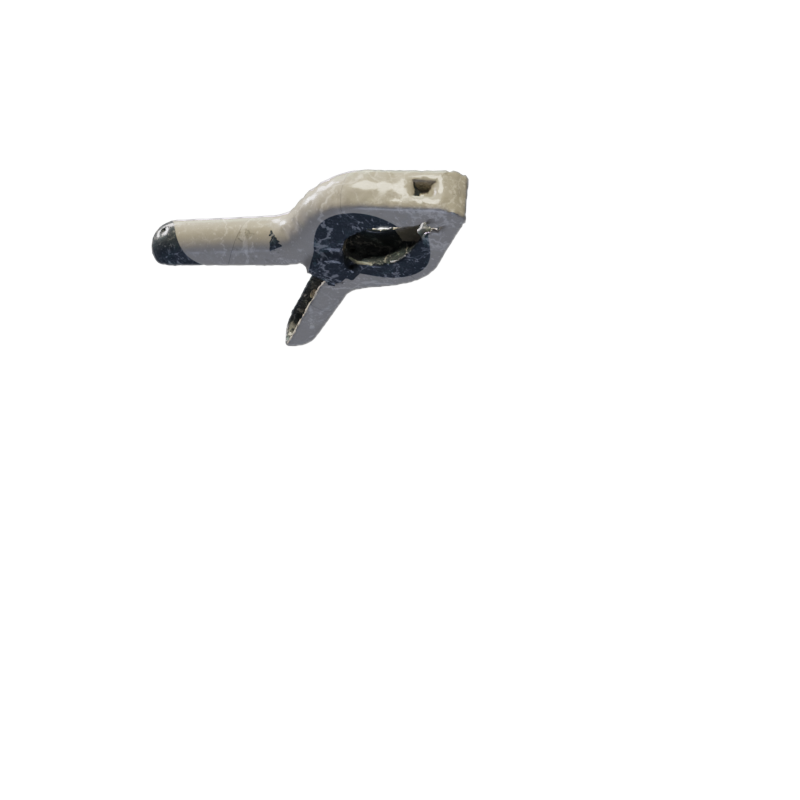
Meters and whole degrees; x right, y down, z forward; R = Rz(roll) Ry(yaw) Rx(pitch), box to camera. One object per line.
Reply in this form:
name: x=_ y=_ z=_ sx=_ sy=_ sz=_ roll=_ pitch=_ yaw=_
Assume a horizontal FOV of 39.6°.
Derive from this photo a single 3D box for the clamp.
clamp: x=-0.045 y=-0.082 z=0.578 sx=0.113 sy=0.042 sz=0.171 roll=22 pitch=-35 yaw=-37
